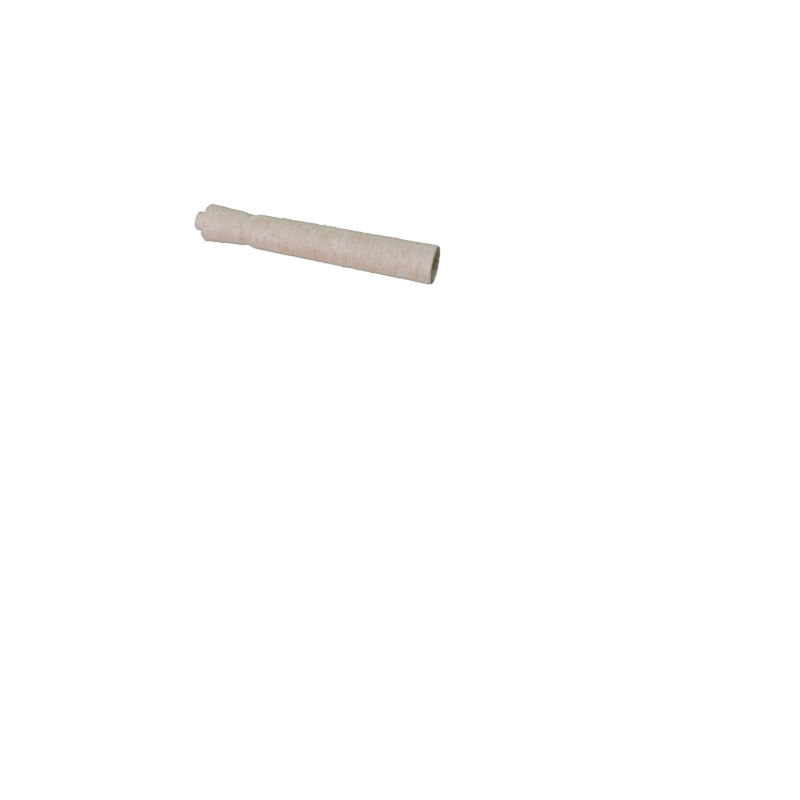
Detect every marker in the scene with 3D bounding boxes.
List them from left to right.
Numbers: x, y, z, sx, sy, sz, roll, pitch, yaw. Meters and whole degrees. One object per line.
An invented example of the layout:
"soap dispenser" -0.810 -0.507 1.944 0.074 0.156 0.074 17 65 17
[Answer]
"marker" -0.042 -0.076 0.533 0.124 0.020 0.019 13 7 15
